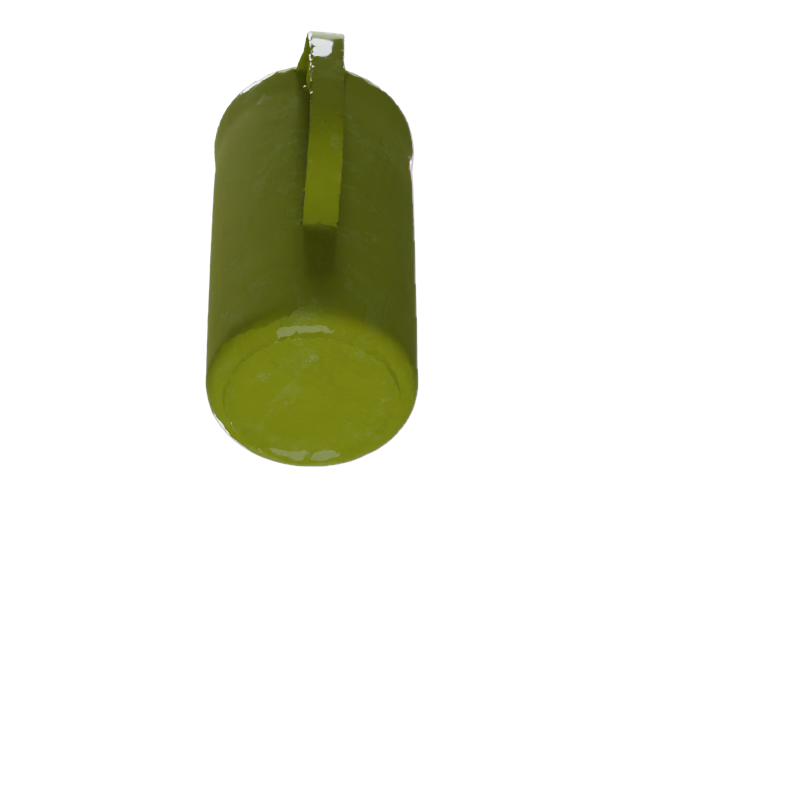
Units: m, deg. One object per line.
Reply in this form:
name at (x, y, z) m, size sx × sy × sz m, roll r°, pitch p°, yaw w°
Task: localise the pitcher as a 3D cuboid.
pitcher at (-0.050, -0.092, 0.643) m, size 0.144 × 0.261 × 0.139 m, roll -32°, pitch -55°, yaw 22°
